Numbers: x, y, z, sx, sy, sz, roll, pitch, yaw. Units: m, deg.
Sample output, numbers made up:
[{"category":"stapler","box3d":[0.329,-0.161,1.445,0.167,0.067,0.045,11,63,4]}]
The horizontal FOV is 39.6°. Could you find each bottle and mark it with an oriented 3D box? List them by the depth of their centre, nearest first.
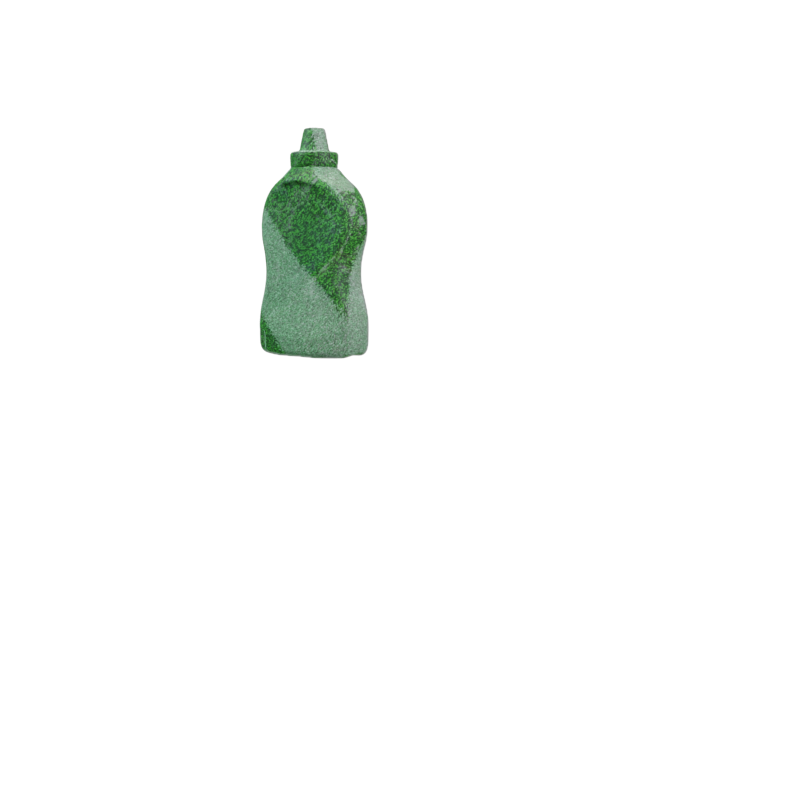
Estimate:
[{"category":"bottle","box3d":[-0.073,-0.134,0.939,0.100,0.191,0.056,2,2,36]}]
